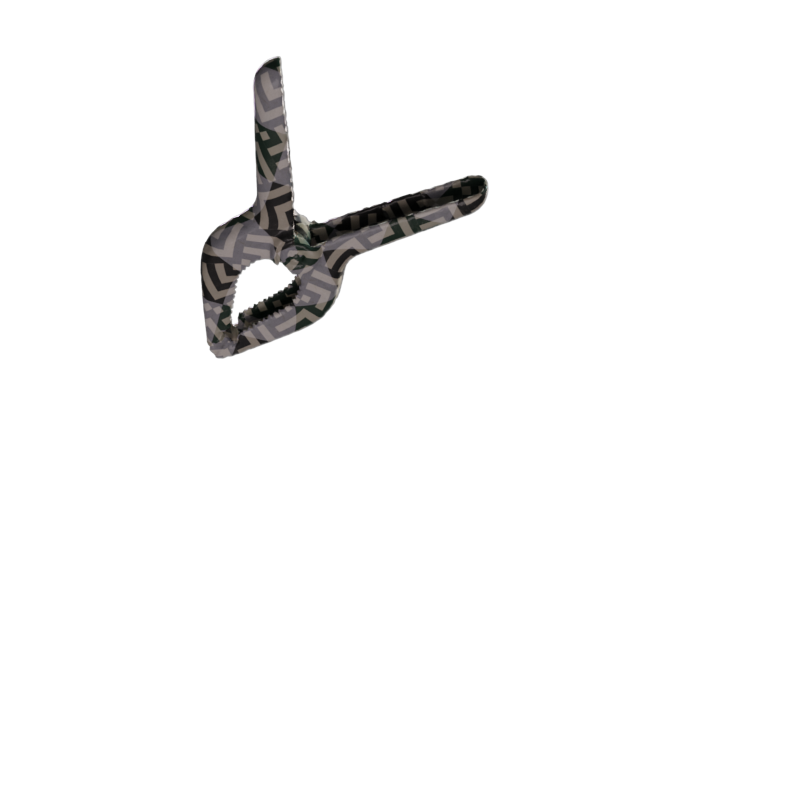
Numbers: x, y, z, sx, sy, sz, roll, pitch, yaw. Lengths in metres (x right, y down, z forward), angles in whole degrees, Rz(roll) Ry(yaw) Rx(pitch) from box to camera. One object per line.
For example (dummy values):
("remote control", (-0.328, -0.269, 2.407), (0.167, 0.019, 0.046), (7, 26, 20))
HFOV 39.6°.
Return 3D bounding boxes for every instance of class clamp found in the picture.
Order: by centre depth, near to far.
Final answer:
("clamp", (-0.056, -0.101, 0.710), (0.159, 0.203, 0.039), (23, 33, -16))
